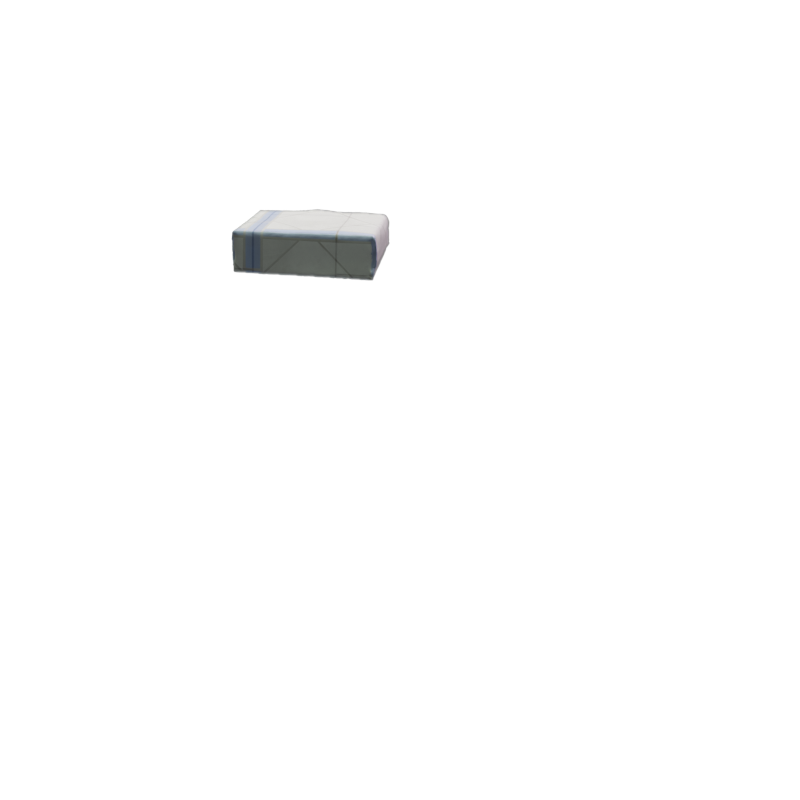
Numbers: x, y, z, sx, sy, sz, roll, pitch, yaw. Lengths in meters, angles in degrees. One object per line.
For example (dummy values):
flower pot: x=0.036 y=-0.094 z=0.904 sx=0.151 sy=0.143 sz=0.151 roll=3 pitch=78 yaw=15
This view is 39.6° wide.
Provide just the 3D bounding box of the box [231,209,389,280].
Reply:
box: x=-0.055 y=-0.100 z=0.701 sx=0.090 sy=0.029 sz=0.075 roll=3 pitch=19 yaw=8
